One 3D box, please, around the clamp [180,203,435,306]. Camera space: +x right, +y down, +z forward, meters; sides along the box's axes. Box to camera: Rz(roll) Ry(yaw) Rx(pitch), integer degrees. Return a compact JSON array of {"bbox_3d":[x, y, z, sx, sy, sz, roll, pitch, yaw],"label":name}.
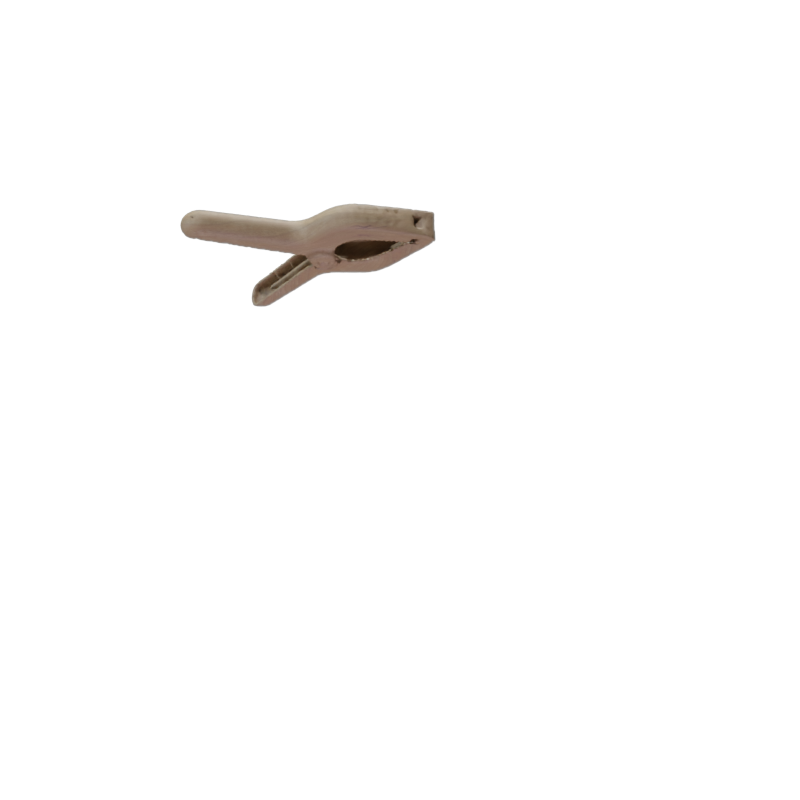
[{"bbox_3d":[-0.076,-0.138,0.967,0.214,0.038,0.153,-10,-23,24],"label":"clamp"}]
